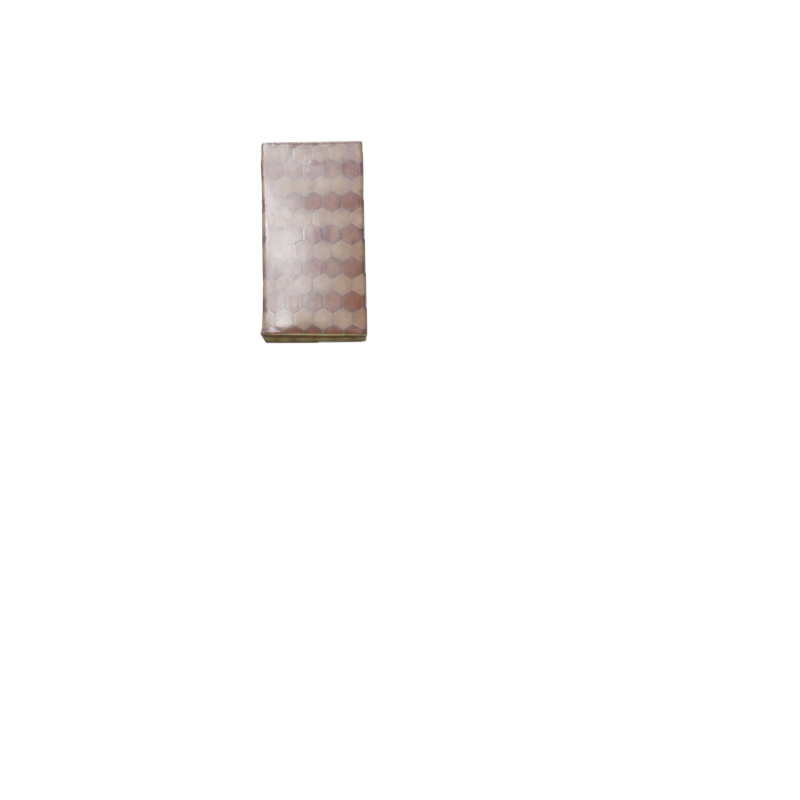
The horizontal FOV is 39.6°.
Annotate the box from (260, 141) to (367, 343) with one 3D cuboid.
[{"bbox_3d":[-0.077,-0.141,0.986,0.093,0.183,0.046,-1,-14,0],"label":"box"}]
